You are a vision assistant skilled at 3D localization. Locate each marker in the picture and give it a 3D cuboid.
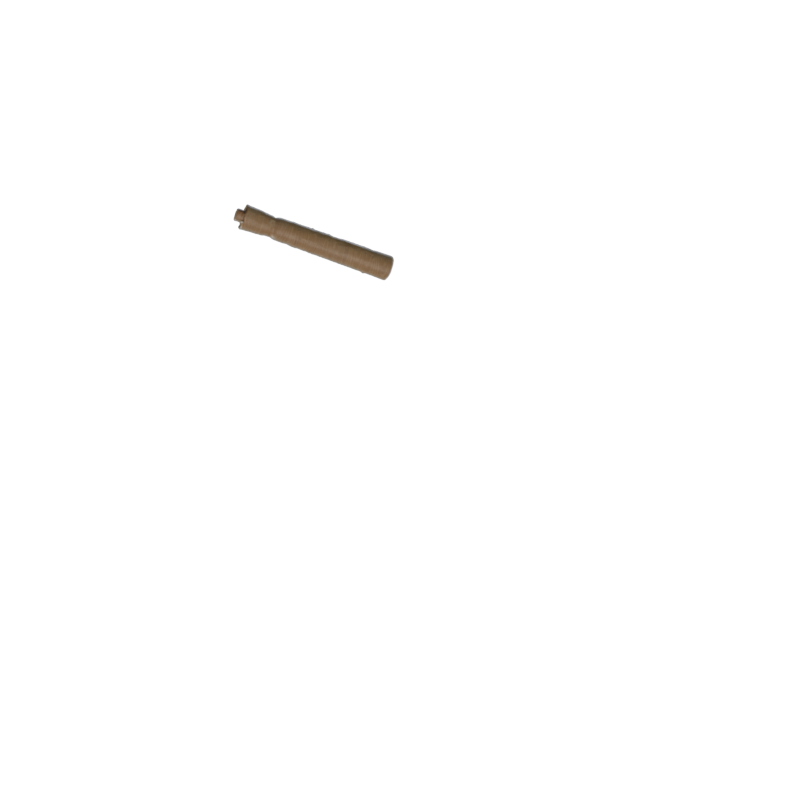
[{"bbox_3d":[-0.063,-0.115,0.806,0.118,0.020,0.020,18,-1,-12],"label":"marker"}]
